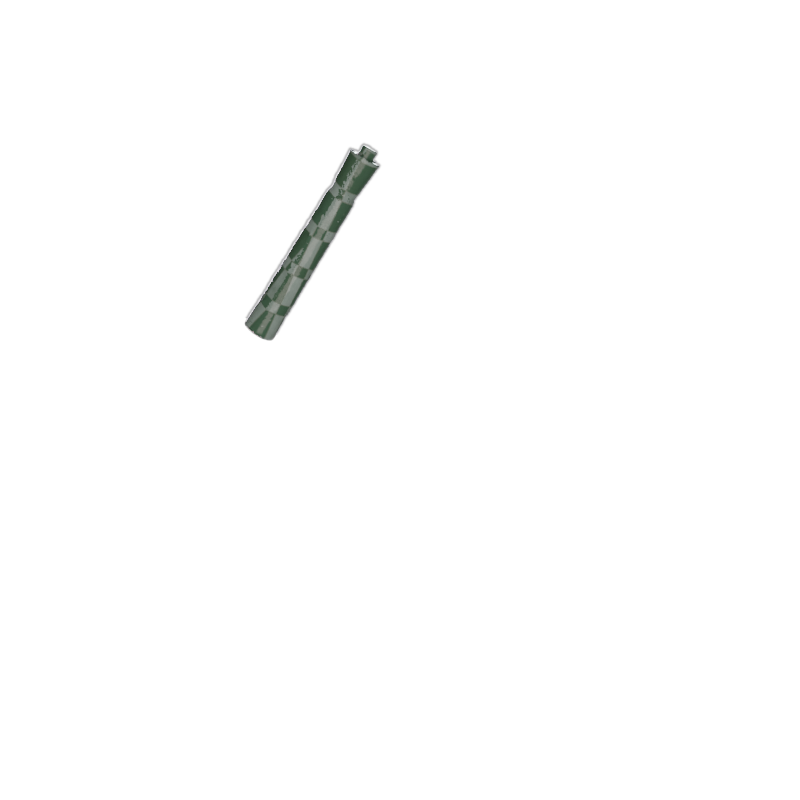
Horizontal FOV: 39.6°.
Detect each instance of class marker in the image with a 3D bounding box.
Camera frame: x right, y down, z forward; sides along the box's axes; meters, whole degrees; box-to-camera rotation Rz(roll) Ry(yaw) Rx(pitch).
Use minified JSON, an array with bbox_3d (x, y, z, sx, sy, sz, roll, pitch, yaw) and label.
[{"bbox_3d":[-0.048,-0.087,0.611,0.019,0.119,0.020,31,12,-11],"label":"marker"}]
